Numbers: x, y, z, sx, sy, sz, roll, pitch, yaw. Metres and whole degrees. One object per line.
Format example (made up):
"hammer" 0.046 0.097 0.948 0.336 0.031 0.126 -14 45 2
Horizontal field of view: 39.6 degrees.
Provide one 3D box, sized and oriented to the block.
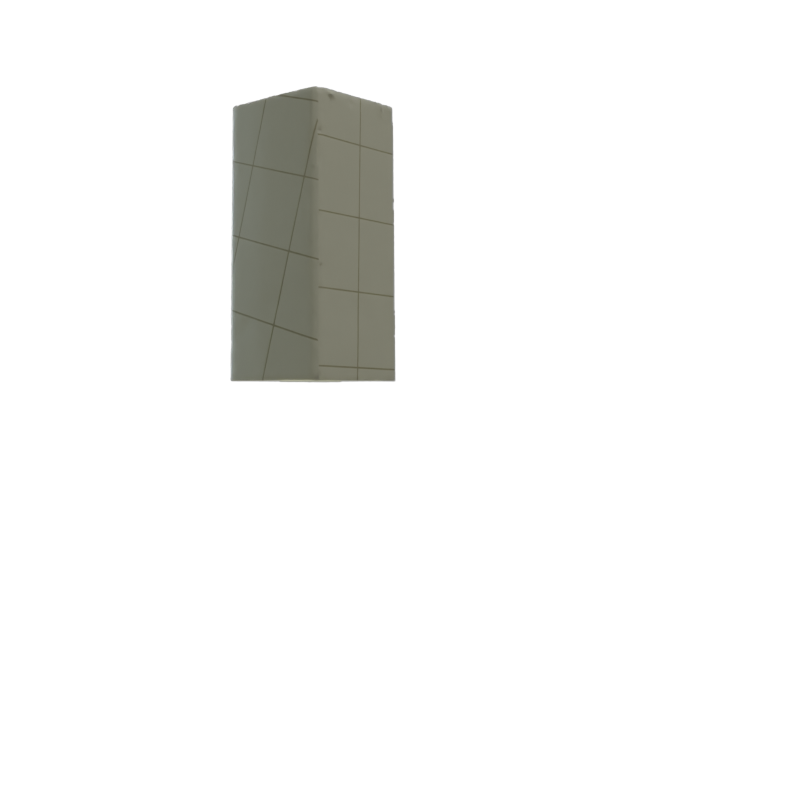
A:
"block" -0.064 -0.118 0.823 0.093 0.210 0.086 -6 -8 40
